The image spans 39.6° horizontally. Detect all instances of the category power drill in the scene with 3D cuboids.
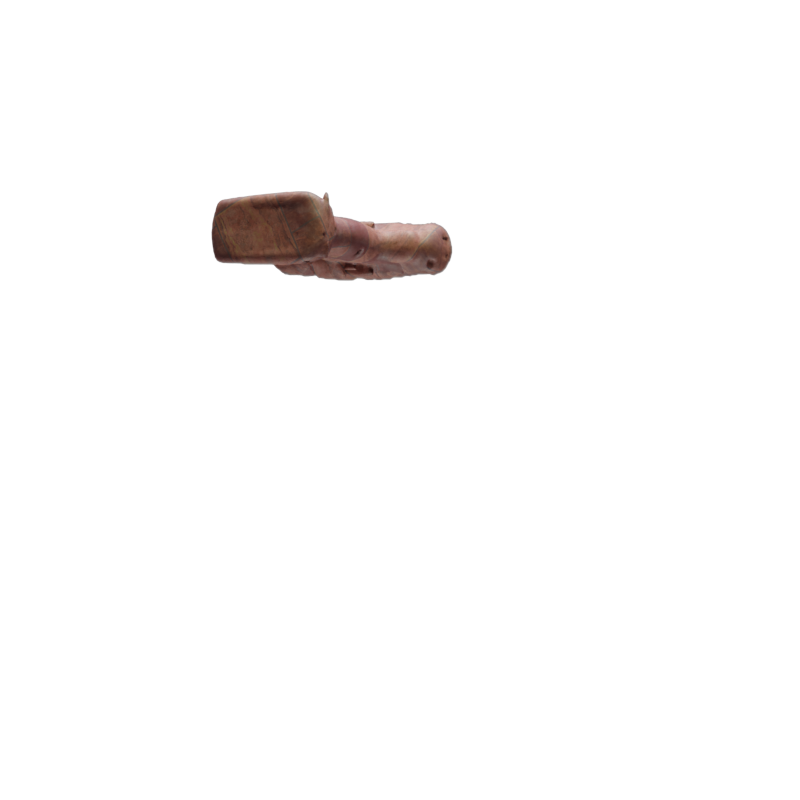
[{"bbox_3d":[-0.074,-0.135,0.947,0.191,0.058,0.180,0,1,33],"label":"power drill"}]
